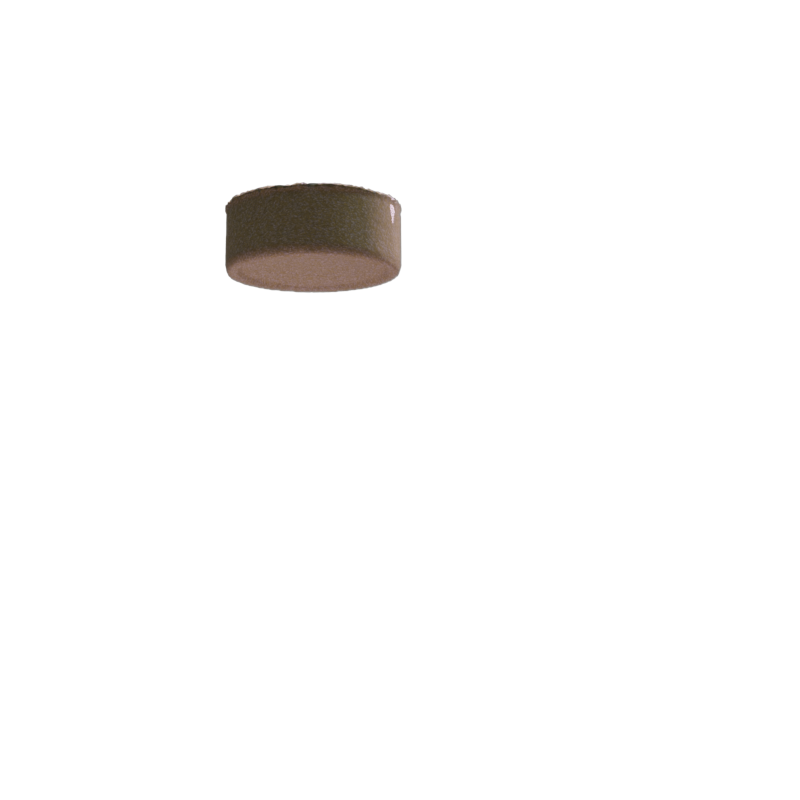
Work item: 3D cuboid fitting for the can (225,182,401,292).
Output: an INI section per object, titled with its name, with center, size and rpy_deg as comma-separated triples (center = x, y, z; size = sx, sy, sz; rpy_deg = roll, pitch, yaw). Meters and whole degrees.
[can]
center = -0.042, -0.076, 0.534
size = 0.086, 0.034, 0.084
rpy_deg = 0, -8, -2
